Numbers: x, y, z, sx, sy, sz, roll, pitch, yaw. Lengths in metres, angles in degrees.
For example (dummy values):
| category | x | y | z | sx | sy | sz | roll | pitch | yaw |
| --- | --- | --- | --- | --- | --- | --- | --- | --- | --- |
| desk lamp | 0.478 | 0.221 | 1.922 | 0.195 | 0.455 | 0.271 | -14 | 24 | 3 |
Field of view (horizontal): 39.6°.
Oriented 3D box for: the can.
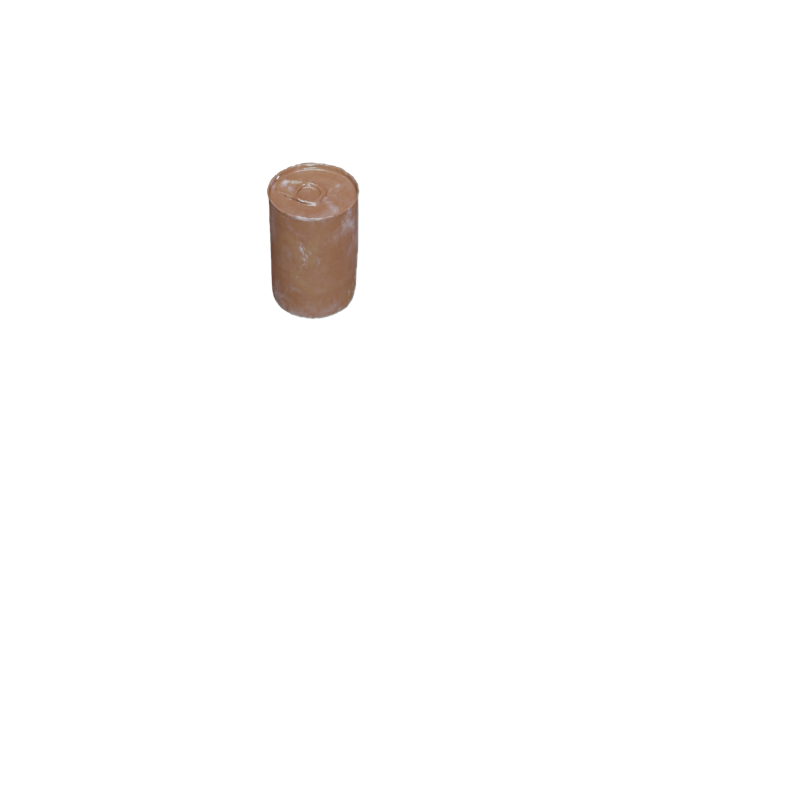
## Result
| category | x | y | z | sx | sy | sz | roll | pitch | yaw |
| --- | --- | --- | --- | --- | --- | --- | --- | --- | --- |
| can | -0.066 | -0.121 | 0.848 | 0.068 | 0.095 | 0.074 | 0 | 44 | -3 |
